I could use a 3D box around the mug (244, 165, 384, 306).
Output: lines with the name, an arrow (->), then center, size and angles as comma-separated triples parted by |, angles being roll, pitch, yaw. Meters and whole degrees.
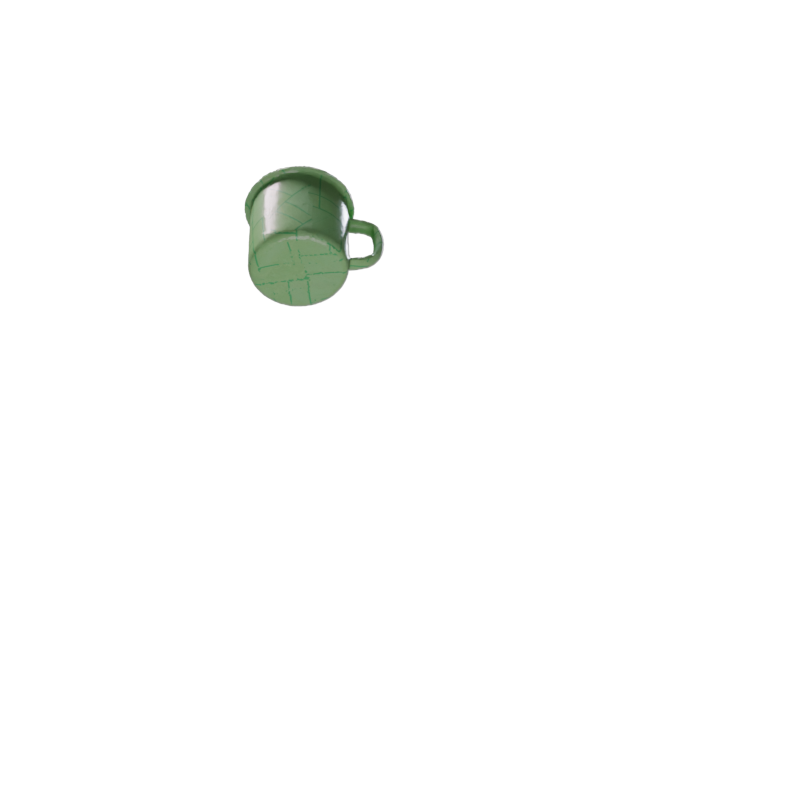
mug -> -0.071, -0.130, 0.913 | 0.116, 0.088, 0.087 | 7, 43, -8
